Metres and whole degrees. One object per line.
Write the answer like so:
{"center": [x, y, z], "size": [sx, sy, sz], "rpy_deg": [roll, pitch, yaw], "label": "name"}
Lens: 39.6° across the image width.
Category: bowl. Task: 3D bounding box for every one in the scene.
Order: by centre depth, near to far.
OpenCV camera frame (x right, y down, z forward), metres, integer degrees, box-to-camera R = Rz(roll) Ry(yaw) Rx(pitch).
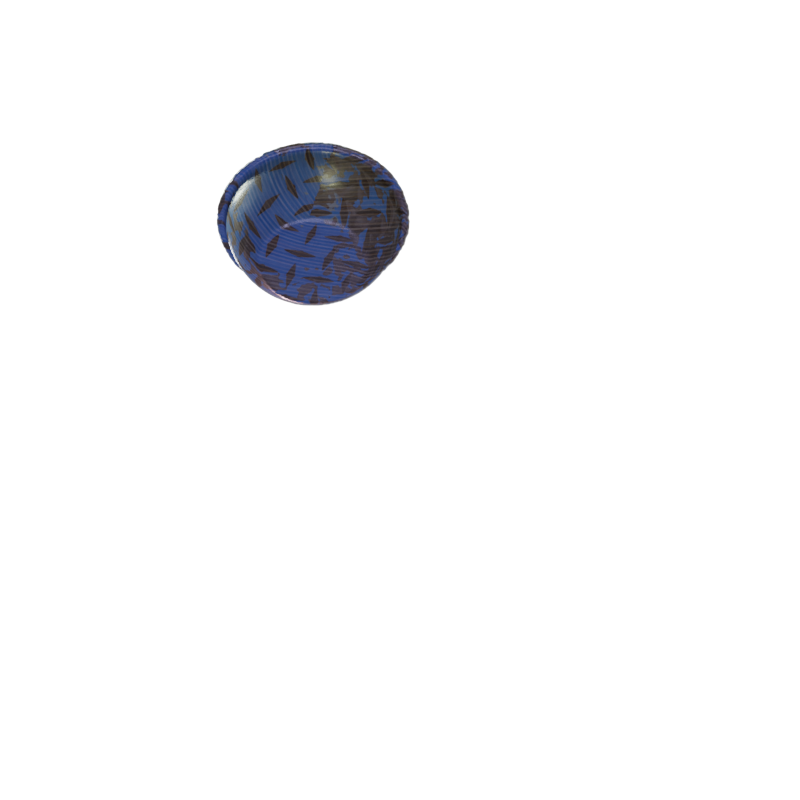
{"center": [-0.071, -0.130, 0.910], "size": [0.162, 0.151, 0.059], "rpy_deg": [1, 43, -1], "label": "bowl"}
